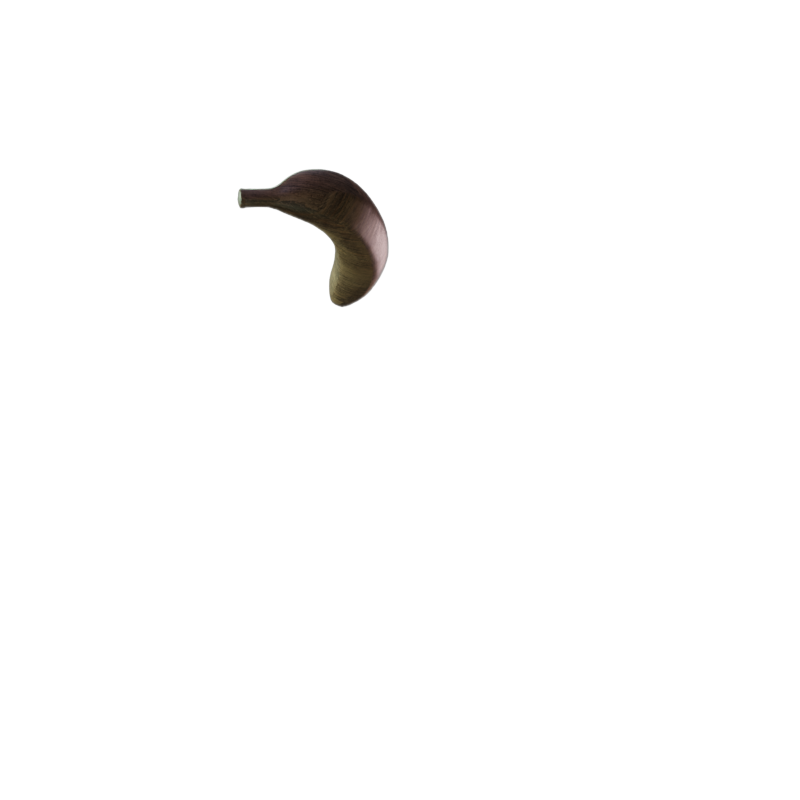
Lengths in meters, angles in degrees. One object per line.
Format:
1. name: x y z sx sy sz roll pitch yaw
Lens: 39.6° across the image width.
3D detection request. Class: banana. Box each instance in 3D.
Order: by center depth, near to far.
1. banana: -0.043 -0.111 0.750 0.071 0.039 0.185 -6 -19 15
